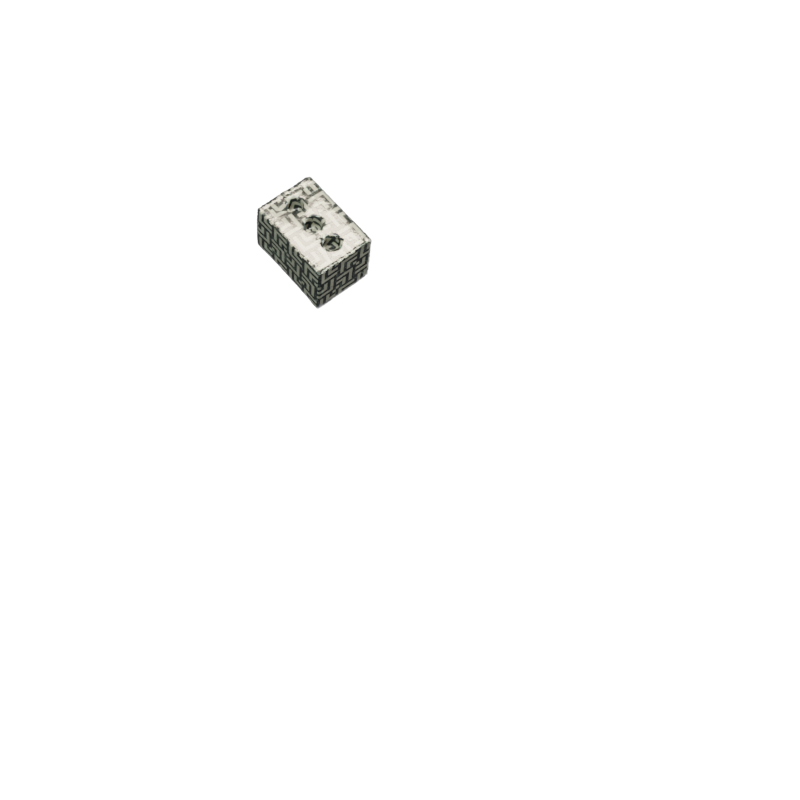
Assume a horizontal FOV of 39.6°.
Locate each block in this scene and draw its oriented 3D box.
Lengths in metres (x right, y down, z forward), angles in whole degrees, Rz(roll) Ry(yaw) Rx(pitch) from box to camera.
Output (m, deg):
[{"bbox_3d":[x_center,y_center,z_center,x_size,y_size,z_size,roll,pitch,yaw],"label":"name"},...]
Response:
[{"bbox_3d":[-0.066,-0.121,0.847,0.053,0.083,0.048,-35,-24,-20],"label":"block"}]
